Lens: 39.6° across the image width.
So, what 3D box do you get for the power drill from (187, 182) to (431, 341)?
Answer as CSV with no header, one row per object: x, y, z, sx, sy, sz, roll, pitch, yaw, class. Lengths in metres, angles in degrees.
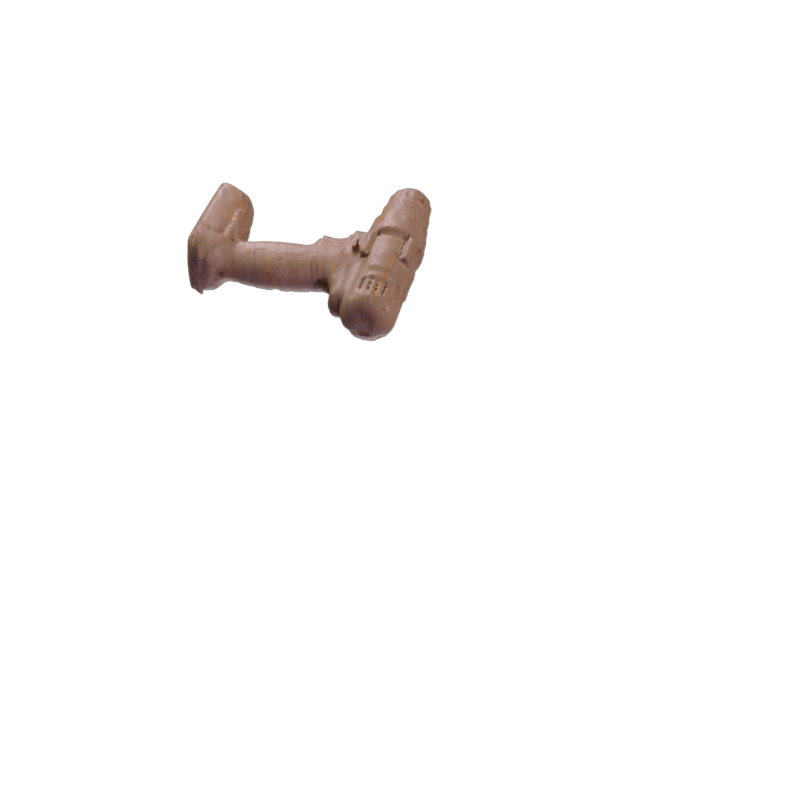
-0.074,-0.134,0.941,0.191,0.054,0.194,9,41,11,power drill
